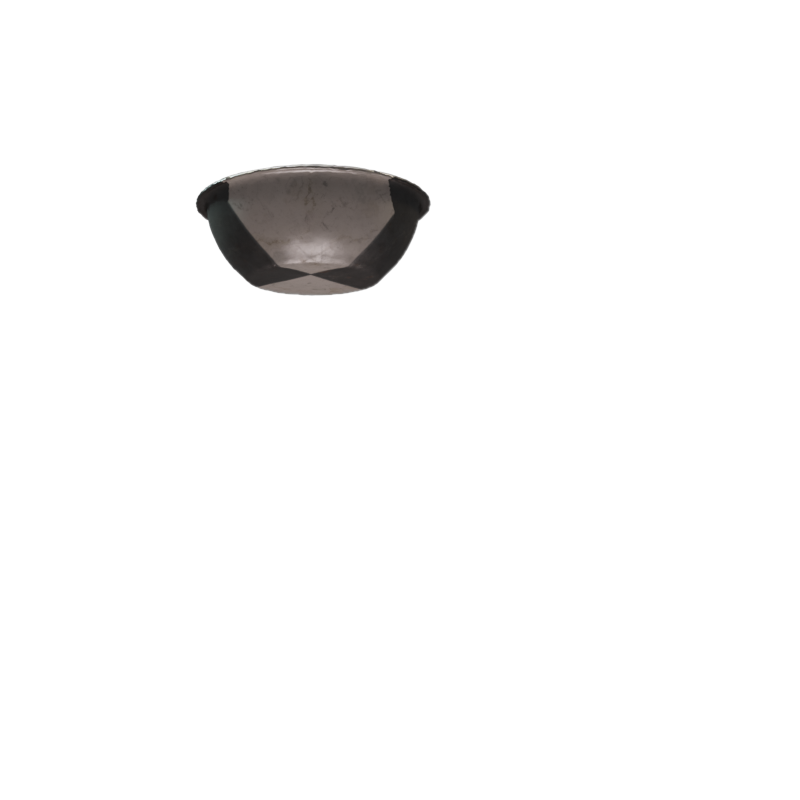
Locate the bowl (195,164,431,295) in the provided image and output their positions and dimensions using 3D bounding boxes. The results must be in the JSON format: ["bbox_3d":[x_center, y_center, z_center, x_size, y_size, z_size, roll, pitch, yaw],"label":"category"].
[{"bbox_3d":[-0.059,-0.108,0.759,0.162,0.057,0.158,0,-9,-2],"label":"bowl"}]
